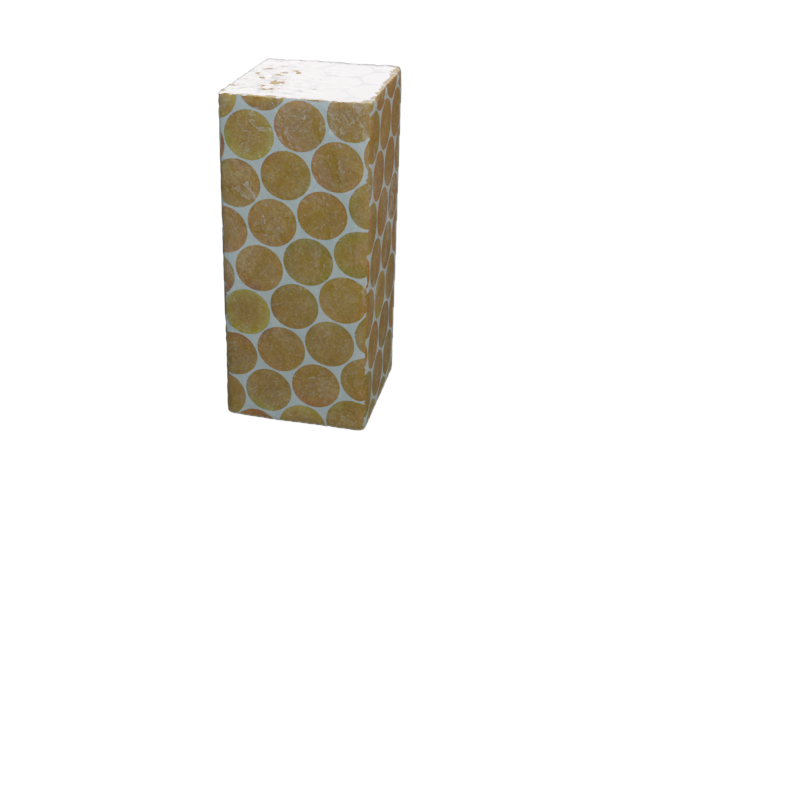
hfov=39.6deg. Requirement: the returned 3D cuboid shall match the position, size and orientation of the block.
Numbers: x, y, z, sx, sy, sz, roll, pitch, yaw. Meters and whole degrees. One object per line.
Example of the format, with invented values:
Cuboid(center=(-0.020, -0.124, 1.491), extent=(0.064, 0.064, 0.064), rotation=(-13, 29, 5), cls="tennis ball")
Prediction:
Cuboid(center=(-0.053, -0.097, 0.683), extent=(0.092, 0.196, 0.094), rotation=(7, 25, 12), cls="block")
